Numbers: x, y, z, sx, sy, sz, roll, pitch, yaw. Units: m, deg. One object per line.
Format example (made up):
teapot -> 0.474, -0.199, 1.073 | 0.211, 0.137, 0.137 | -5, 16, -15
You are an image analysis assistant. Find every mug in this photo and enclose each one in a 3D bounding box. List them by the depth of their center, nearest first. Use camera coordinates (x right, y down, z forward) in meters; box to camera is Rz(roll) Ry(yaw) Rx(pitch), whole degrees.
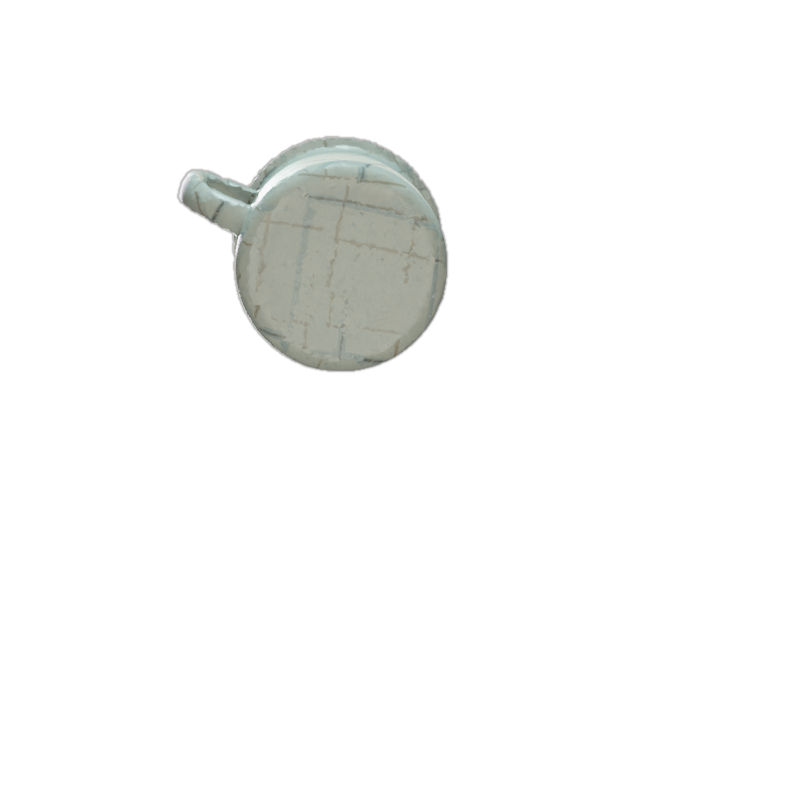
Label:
mug -> -0.035, -0.065, 0.453 | 0.116, 0.092, 0.084 | 27, 9, -6
